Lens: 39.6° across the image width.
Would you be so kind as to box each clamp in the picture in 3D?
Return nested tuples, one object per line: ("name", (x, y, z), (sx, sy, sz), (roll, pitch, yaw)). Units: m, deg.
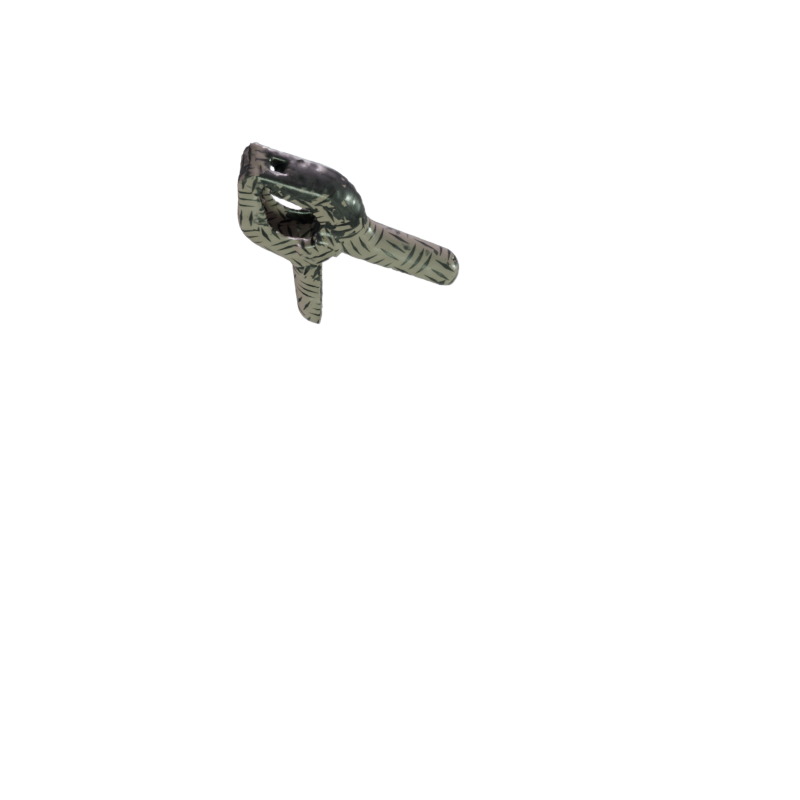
("clamp", (-0.056, -0.102, 0.716), (0.120, 0.042, 0.160), (-27, -45, 31))
